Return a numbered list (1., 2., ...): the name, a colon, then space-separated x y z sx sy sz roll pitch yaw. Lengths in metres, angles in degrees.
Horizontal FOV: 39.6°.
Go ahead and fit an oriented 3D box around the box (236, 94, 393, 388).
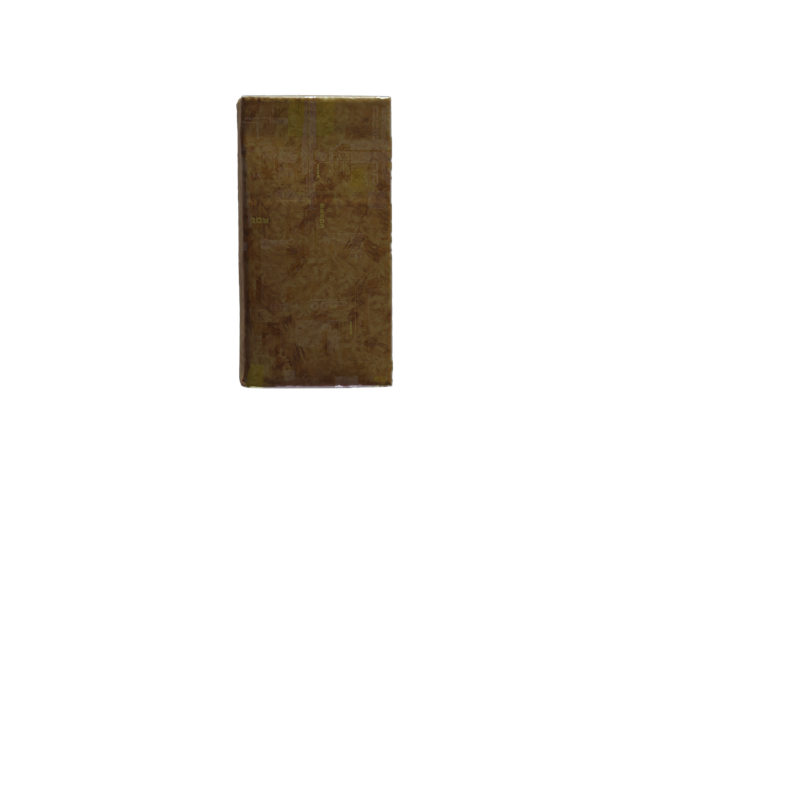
1. box: -0.053 -0.097 0.678 0.092 0.176 0.049 0 1 -10
